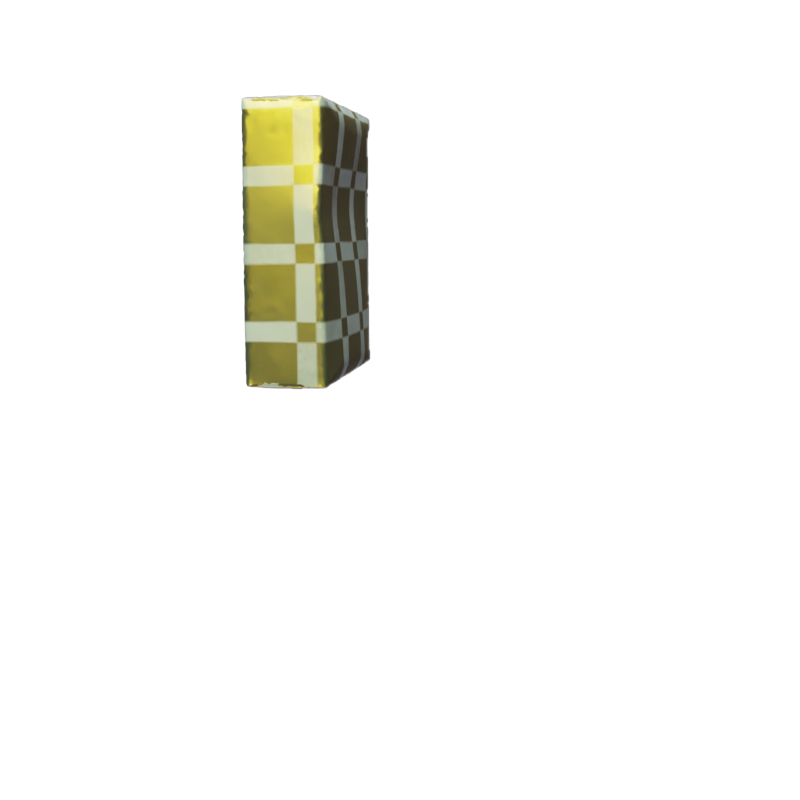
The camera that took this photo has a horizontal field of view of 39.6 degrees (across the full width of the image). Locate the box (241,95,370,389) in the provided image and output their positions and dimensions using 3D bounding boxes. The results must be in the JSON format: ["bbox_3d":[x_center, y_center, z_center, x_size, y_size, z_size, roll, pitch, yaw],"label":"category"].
[{"bbox_3d":[-0.069,-0.126,0.879,0.073,0.213,0.162,0,3,11],"label":"box"}]
